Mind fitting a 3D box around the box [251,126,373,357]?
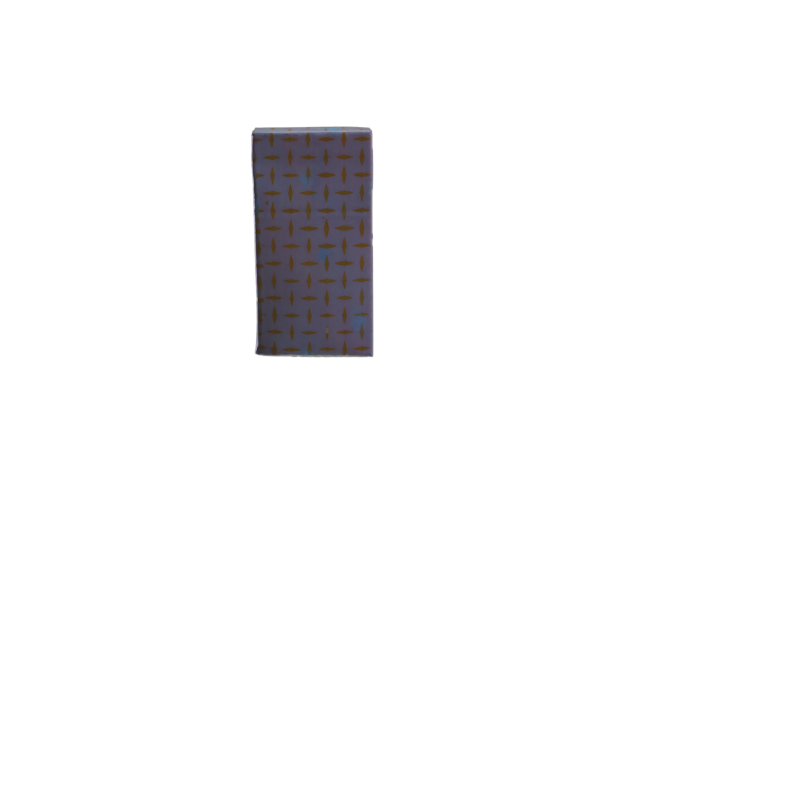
[{"bbox_3d":[-0.067,-0.122,0.857,0.093,0.172,0.049,0,9,-1],"label":"box"}]
